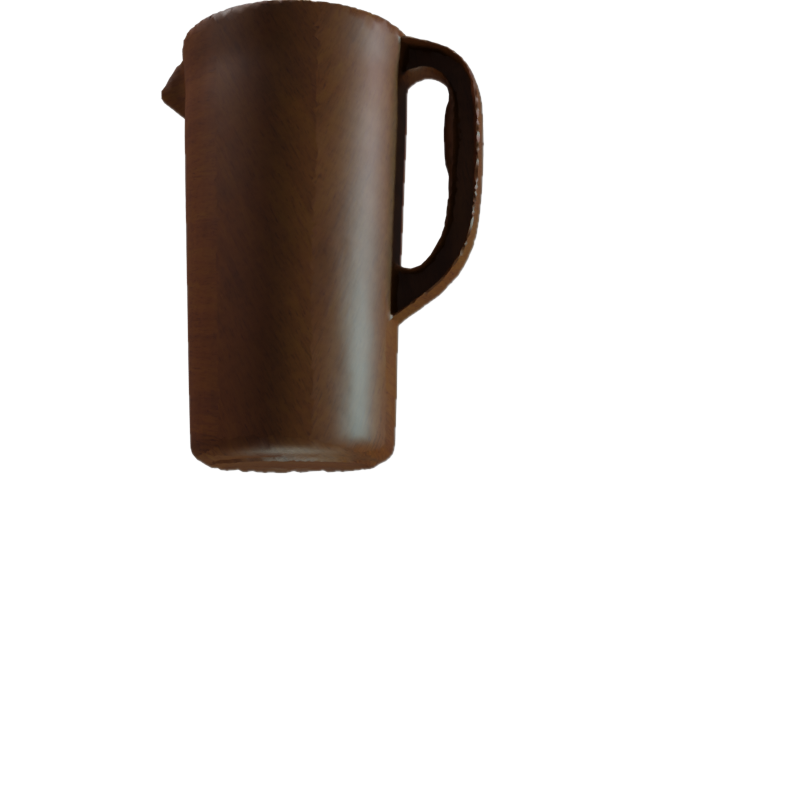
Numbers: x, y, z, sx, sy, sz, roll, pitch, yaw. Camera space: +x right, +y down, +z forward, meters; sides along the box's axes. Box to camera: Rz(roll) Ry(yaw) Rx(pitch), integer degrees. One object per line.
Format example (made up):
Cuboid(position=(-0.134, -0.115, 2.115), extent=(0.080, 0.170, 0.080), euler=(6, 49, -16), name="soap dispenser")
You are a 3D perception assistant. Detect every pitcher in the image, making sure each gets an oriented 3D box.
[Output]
Cuboid(position=(-0.048, -0.087, 0.608), extent=(0.139, 0.252, 0.150), euler=(7, -15, -30), name="pitcher")
